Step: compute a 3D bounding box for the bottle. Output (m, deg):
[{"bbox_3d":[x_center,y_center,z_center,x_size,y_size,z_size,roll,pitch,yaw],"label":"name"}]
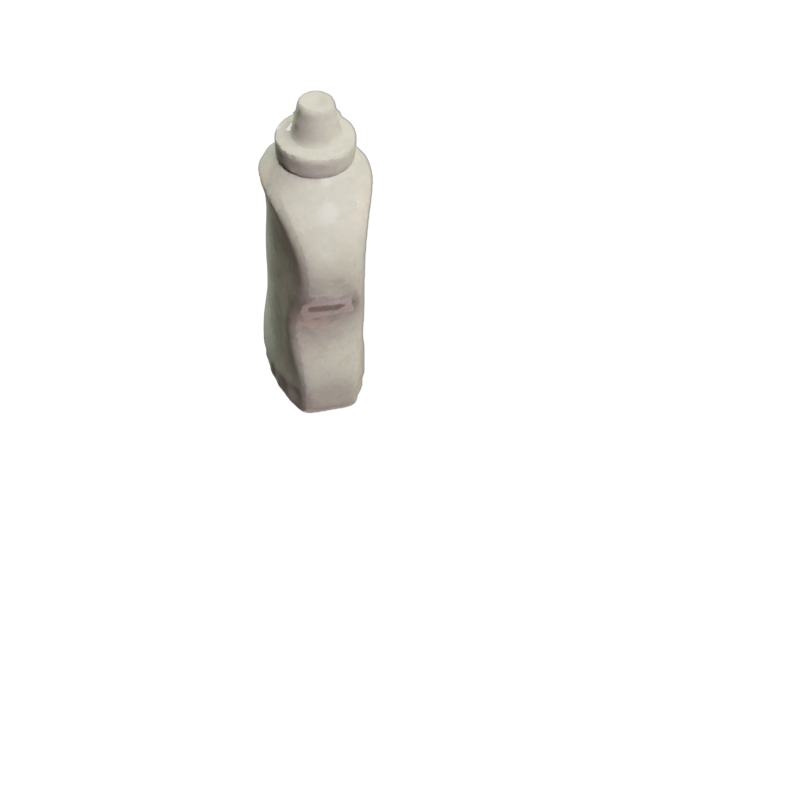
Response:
[{"bbox_3d":[-0.047,-0.086,0.602,0.058,0.104,0.179,-7,-40,-10],"label":"bottle"}]
